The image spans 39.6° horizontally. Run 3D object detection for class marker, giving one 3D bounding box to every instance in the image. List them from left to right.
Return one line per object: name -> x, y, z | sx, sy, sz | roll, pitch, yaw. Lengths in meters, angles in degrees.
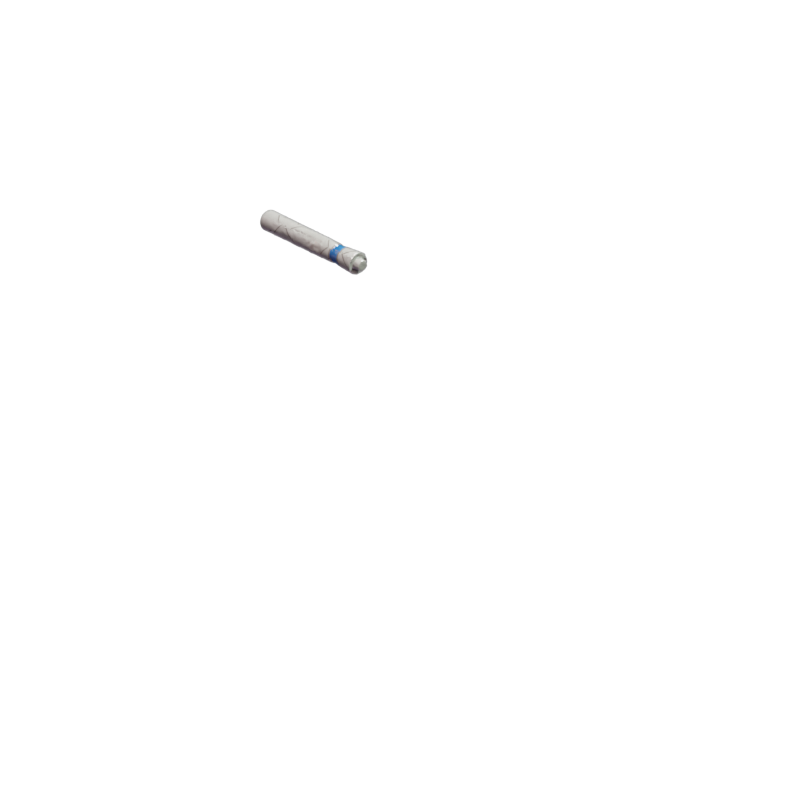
marker -> -0.070, -0.128, 0.900 | 0.019, 0.019, 0.129 | -3, 25, -43
